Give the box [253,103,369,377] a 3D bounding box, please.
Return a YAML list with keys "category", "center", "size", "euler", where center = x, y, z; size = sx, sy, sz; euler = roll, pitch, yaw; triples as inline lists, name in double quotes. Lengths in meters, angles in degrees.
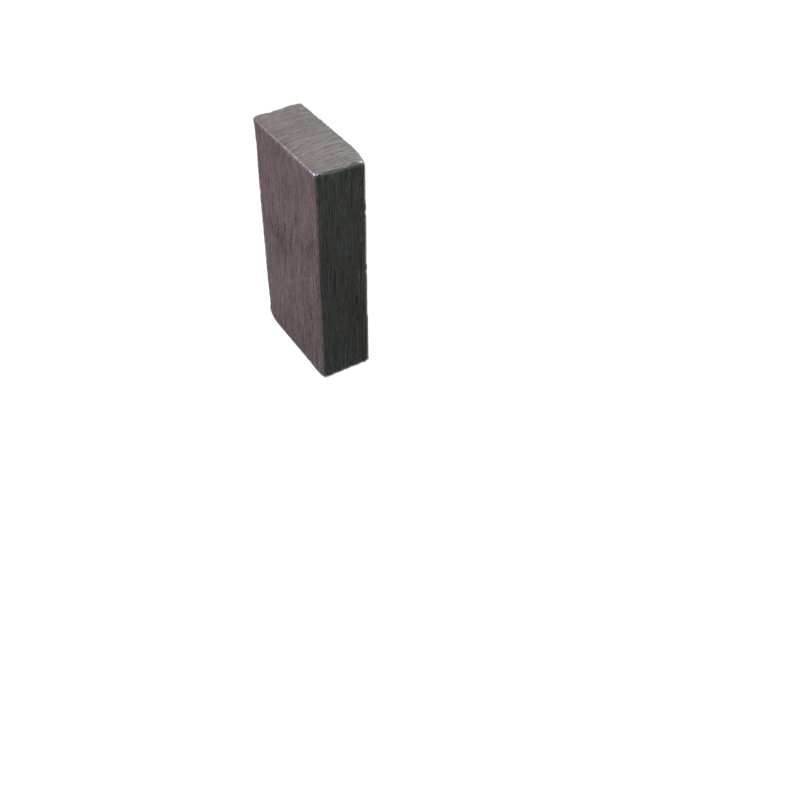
- category: "box"
  center: [-0.062, -0.113, 0.793]
  size: [0.047, 0.165, 0.101]
  euler: [-18, 43, -25]
